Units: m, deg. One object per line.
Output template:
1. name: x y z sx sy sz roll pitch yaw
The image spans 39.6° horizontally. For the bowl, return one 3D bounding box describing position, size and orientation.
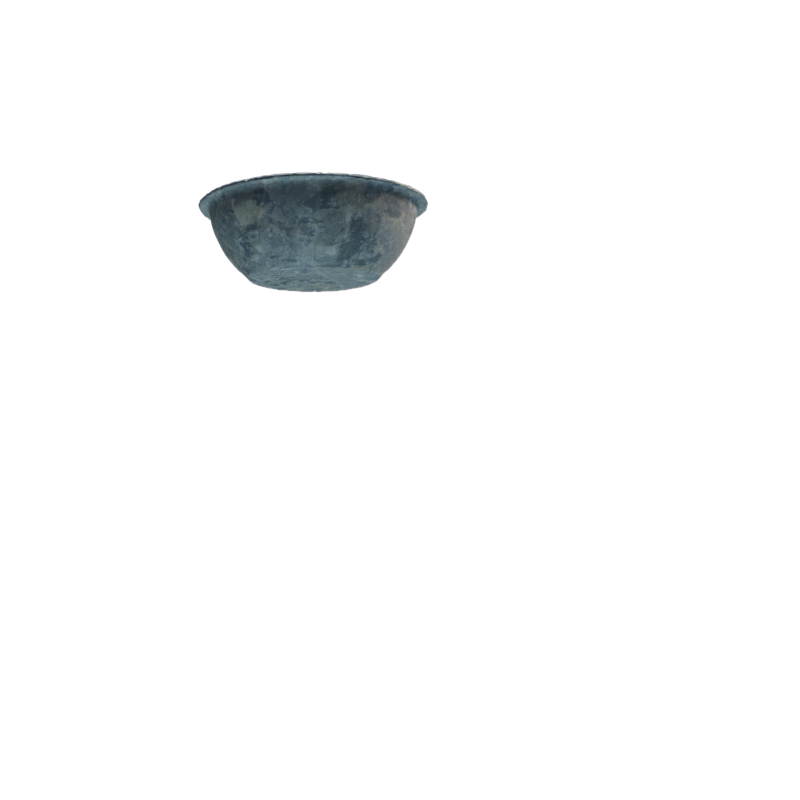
1. bowl: -0.061 -0.111 0.778 0.162 0.056 0.158 0 -7 -2
